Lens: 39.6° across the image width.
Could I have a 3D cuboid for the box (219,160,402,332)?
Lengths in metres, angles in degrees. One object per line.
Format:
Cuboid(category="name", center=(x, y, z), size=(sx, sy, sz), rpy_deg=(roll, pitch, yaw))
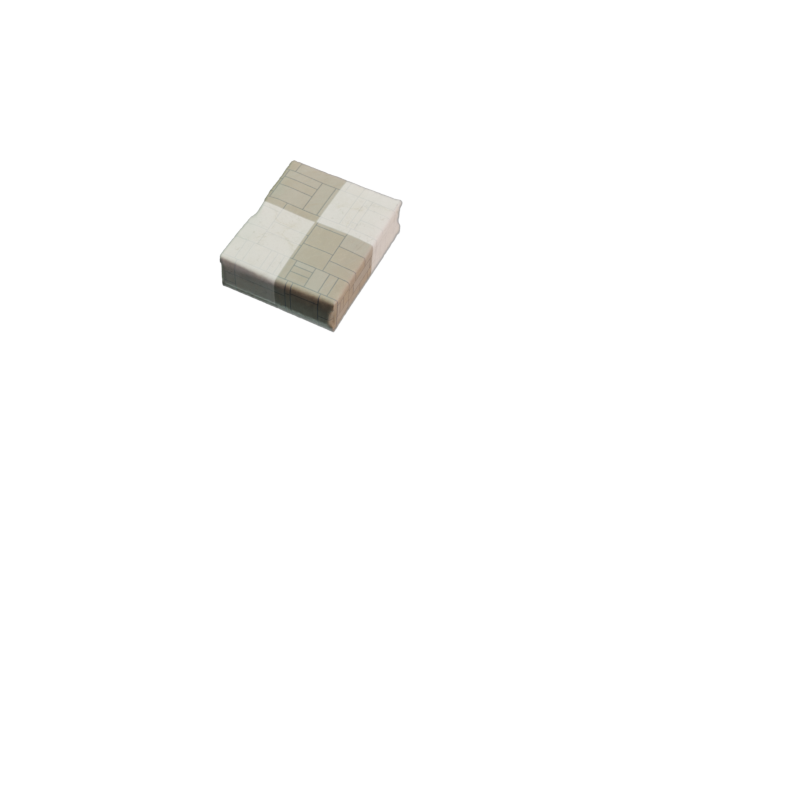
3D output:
Cuboid(category="box", center=(-0.050, -0.091, 0.634), size=(0.076, 0.092, 0.028), rpy_deg=(22, -34, 15))
